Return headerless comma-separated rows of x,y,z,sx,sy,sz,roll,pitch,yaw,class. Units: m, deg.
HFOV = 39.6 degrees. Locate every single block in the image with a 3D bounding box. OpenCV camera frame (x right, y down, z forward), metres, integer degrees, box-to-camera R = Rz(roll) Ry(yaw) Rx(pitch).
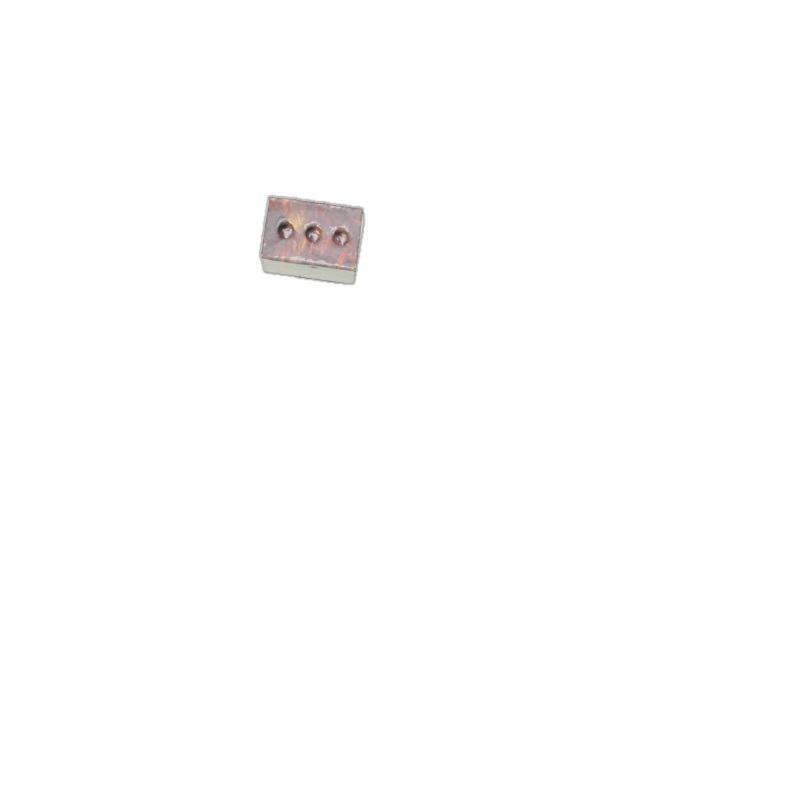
-0.070,-0.127,0.890,0.078,0.054,0.050,7,-12,0,block
